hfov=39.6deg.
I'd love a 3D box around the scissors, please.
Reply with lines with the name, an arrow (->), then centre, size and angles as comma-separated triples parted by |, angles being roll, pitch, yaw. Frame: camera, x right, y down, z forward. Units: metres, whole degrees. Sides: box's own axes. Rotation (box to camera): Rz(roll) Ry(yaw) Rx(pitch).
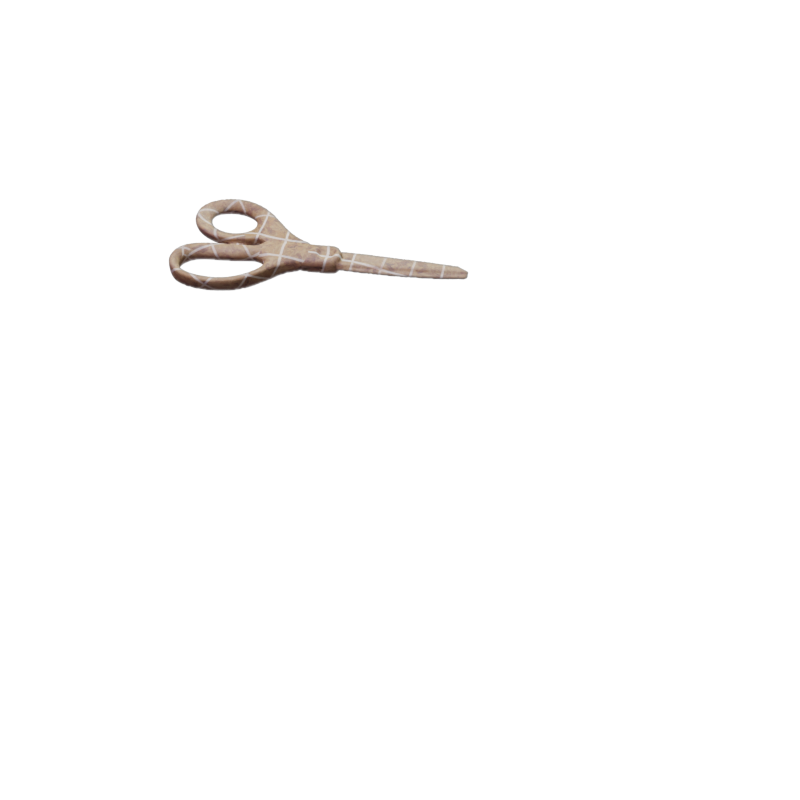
scissors -> -0.061, -0.111, 0.779 | 0.200, 0.104, 0.015 | -5, -44, -5
